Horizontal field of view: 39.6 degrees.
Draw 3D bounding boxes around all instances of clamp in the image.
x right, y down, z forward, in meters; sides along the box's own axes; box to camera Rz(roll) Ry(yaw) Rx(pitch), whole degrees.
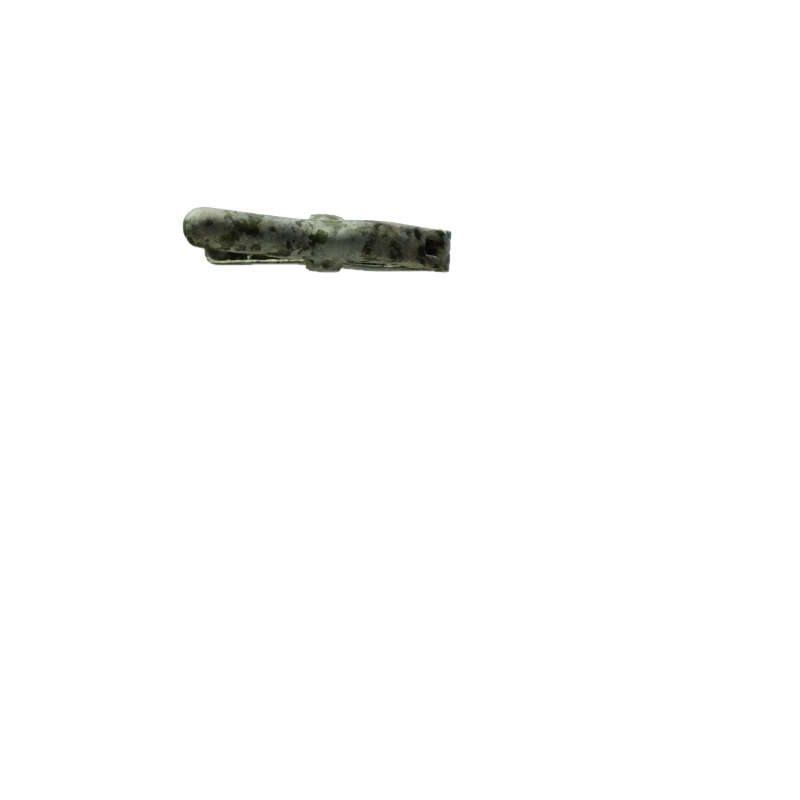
[{"bbox_3d":[-0.055,-0.100,0.702,0.173,0.039,0.119,1,6,8],"label":"clamp"}]
